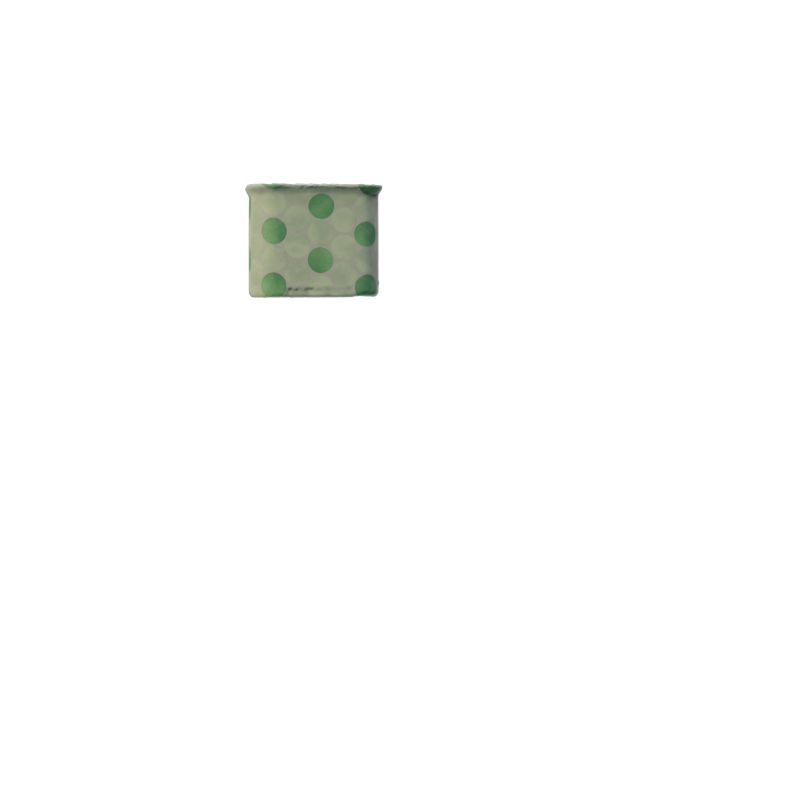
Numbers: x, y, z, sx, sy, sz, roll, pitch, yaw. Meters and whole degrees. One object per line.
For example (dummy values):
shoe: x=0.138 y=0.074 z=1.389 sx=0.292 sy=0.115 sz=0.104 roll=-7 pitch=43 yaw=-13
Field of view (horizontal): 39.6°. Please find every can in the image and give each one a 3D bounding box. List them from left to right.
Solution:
can: x=-0.065 y=-0.119 z=0.835 sx=0.101 sy=0.084 sz=0.058 roll=0 pitch=1 yaw=-9
